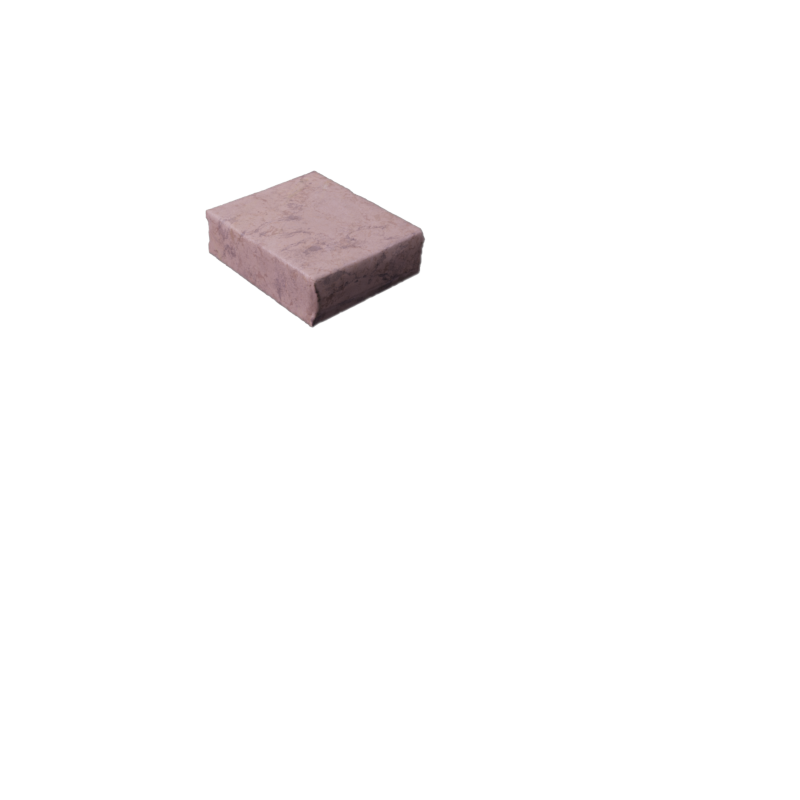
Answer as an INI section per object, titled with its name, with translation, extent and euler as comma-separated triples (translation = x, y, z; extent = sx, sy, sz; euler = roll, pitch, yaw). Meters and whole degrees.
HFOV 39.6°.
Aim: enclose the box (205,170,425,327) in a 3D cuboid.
[box]
translation = -0.044, -0.081, 0.564
extent = 0.073, 0.028, 0.096
euler = -27, 44, -32
